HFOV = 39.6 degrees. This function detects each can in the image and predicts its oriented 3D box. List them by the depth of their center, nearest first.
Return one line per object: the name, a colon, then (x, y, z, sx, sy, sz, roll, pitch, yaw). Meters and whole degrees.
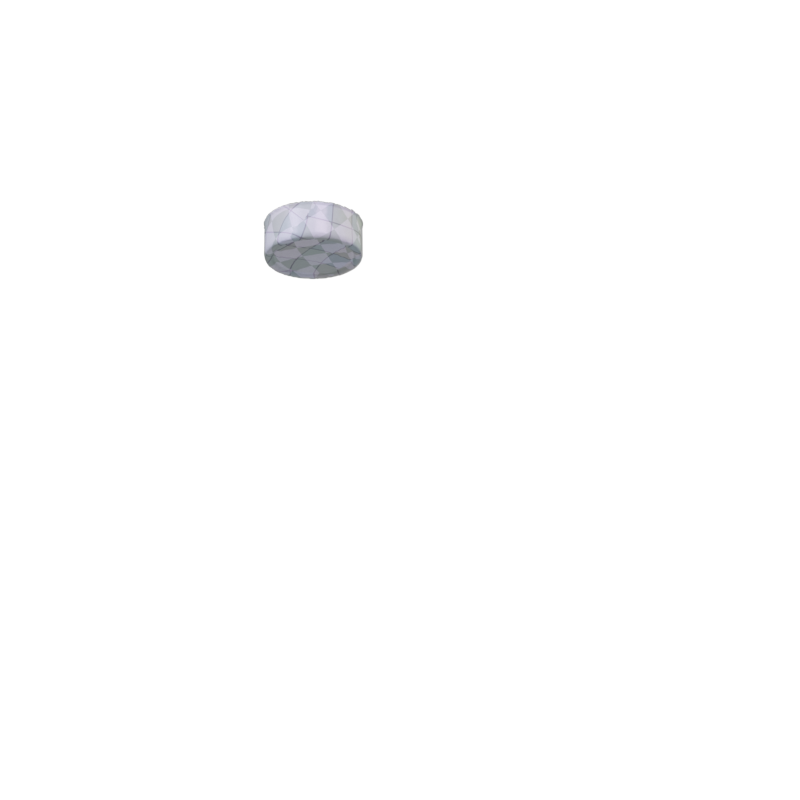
can: (-0.074, -0.135, 0.949, 0.086, 0.035, 0.082, 0, -21, -2)
